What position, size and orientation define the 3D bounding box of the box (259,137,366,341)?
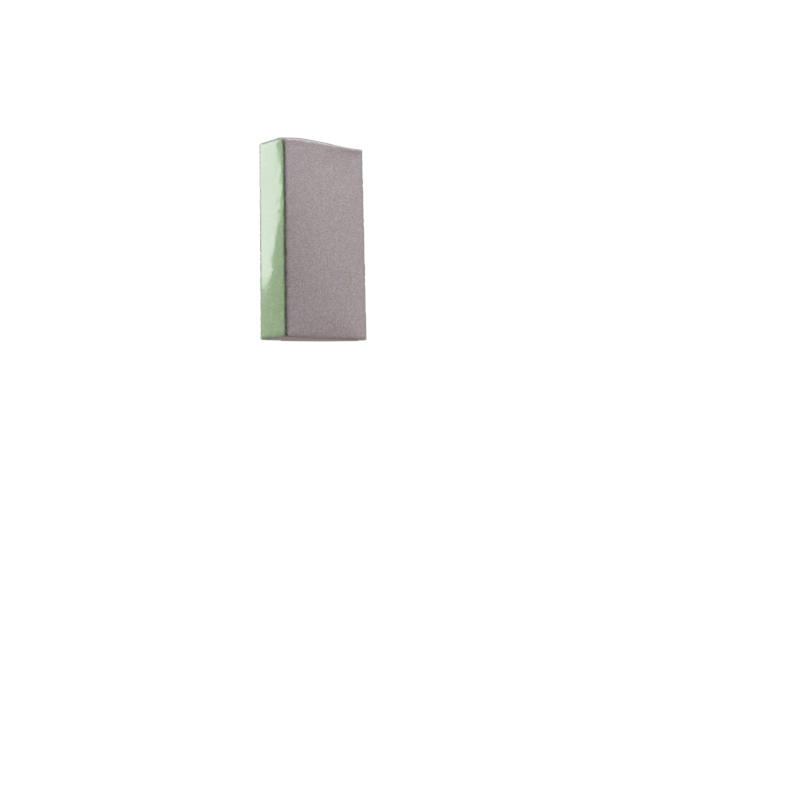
[{"bbox_3d":[-0.077,-0.141,0.986,0.089,0.179,0.049,4,-8,-40],"label":"box"}]
